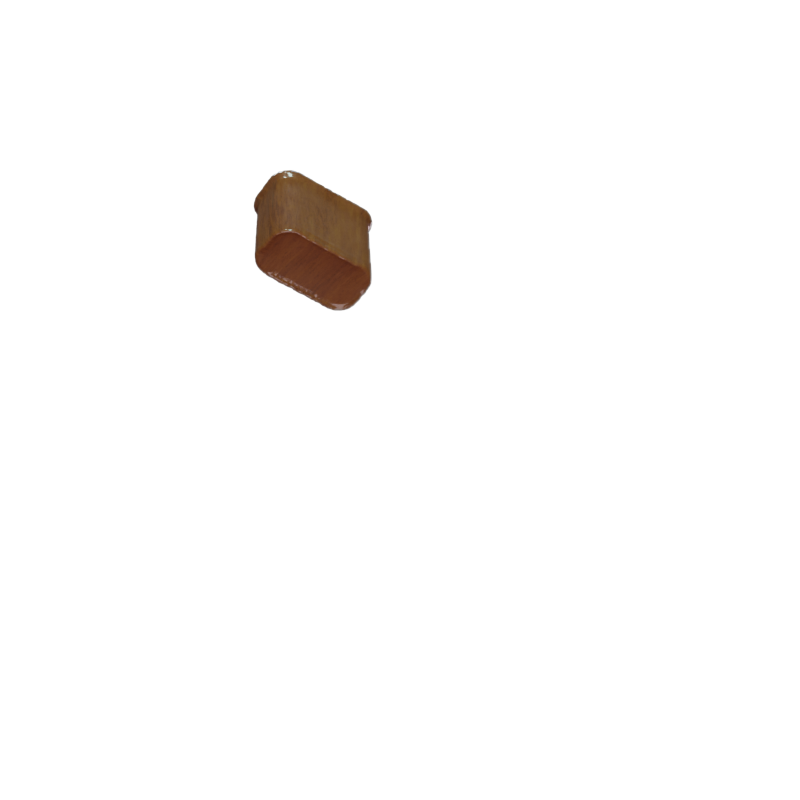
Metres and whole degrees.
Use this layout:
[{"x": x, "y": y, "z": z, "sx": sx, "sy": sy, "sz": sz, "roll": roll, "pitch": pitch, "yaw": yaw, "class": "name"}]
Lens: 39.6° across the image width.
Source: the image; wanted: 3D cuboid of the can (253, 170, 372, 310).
[{"x": -0.072, "y": -0.132, "z": 0.922, "sx": 0.097, "sy": 0.056, "sz": 0.090, "roll": 27, "pitch": 34, "yaw": -22, "class": "can"}]
